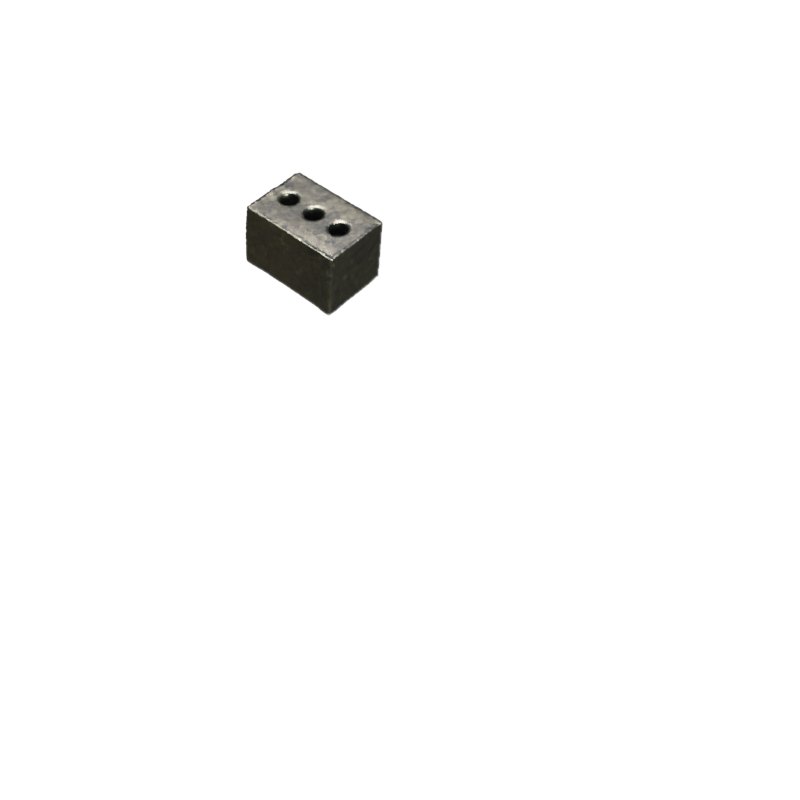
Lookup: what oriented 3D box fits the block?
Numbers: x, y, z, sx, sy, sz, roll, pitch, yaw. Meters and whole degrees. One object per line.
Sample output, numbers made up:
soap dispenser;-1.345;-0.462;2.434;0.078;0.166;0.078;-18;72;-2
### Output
block;-0.057;-0.105;0.734;0.083;0.048;0.053;33;54;27
